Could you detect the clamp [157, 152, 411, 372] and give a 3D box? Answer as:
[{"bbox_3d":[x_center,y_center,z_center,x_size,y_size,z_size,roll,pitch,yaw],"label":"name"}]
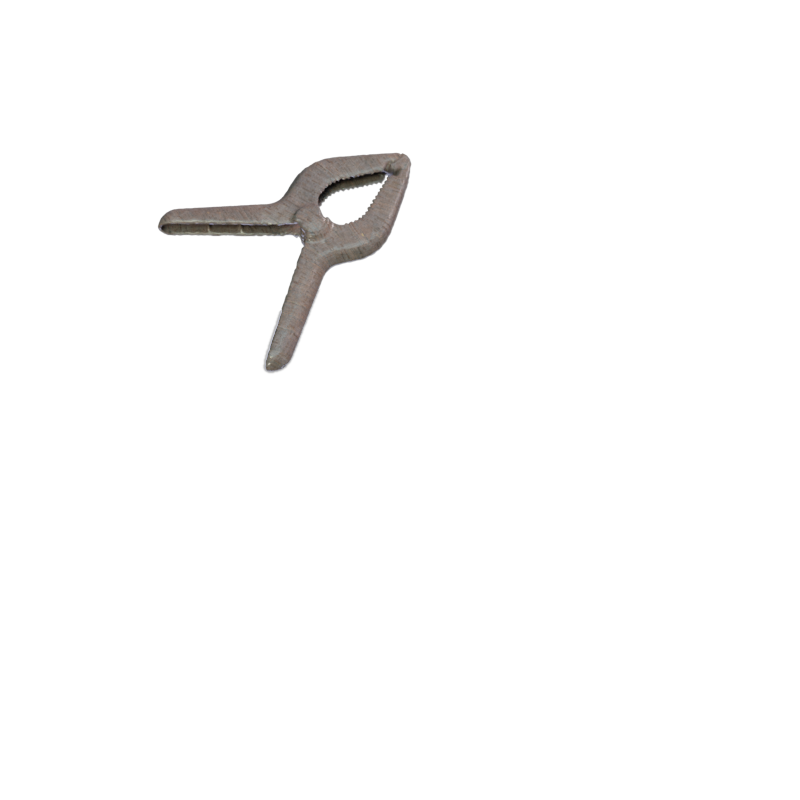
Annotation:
[{"bbox_3d":[-0.071,-0.130,0.909,0.210,0.173,0.035,-29,-19,-11],"label":"clamp"}]
